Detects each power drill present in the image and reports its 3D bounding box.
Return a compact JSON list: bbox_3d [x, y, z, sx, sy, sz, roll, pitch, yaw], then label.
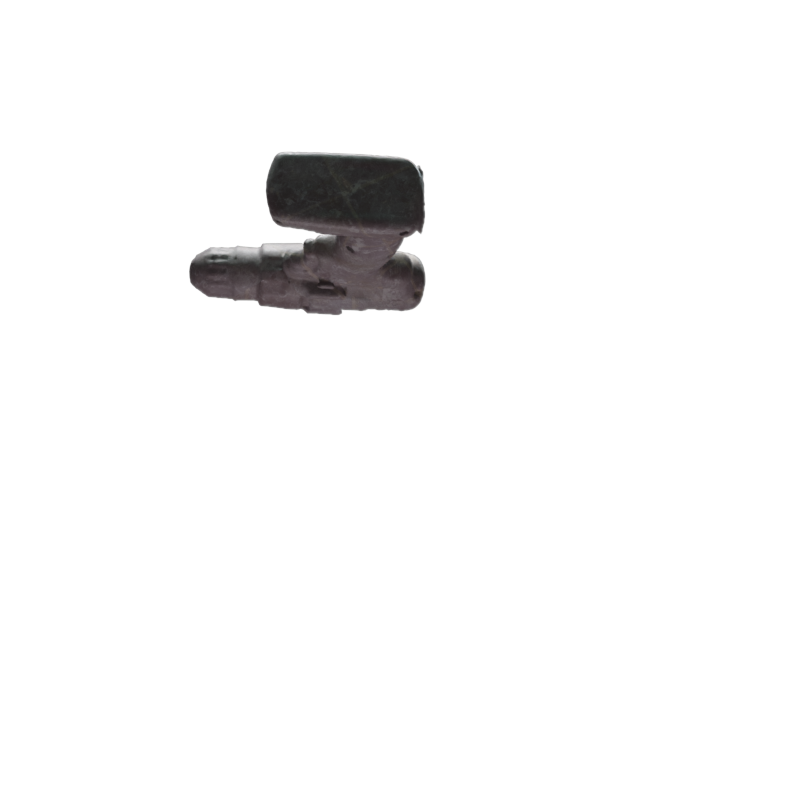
[{"bbox_3d":[-0.063,-0.115,0.808,0.183,0.060,0.181,1,-15,-6],"label":"power drill"}]
